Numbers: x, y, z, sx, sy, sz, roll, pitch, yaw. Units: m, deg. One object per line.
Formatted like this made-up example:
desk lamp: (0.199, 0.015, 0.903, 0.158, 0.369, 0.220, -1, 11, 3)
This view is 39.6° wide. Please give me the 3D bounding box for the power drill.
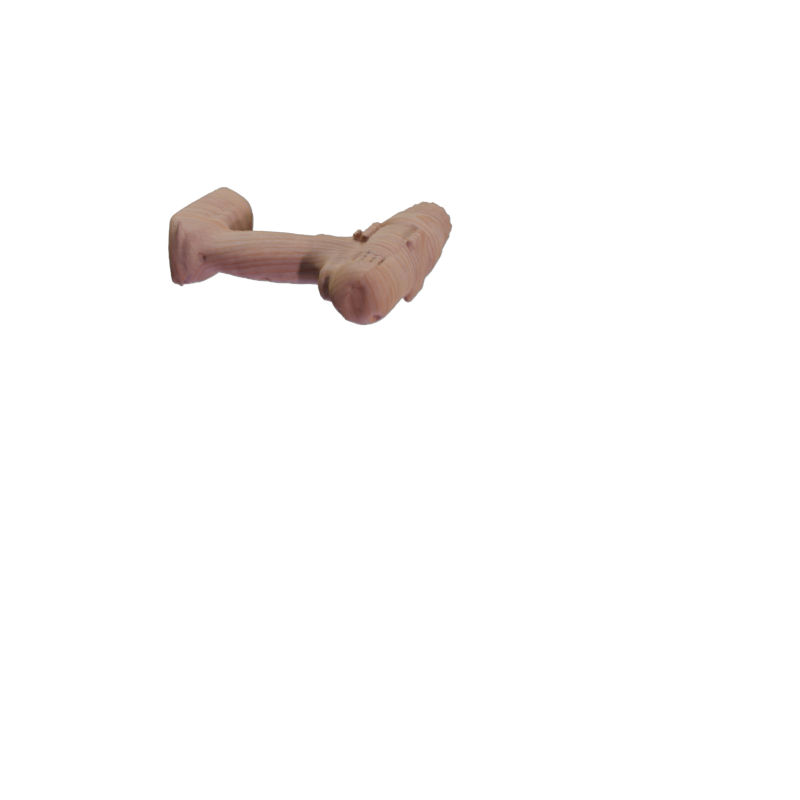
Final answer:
power drill: (-0.066, -0.119, 0.837, 0.193, 0.055, 0.188, 9, 25, 18)
